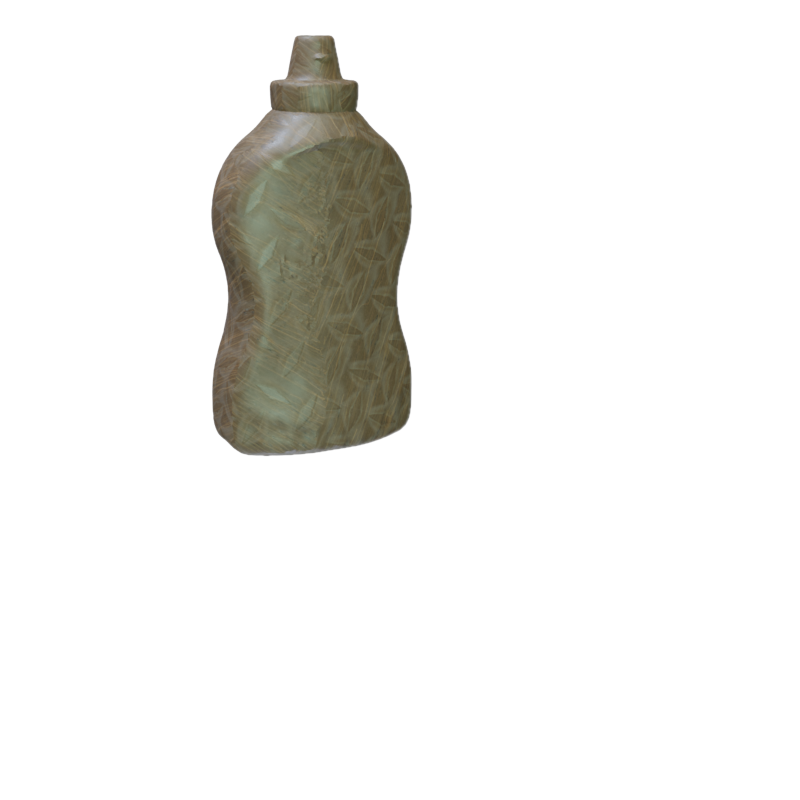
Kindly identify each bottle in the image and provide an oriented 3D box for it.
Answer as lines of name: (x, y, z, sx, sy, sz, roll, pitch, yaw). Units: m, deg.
bottle: (-0.041, -0.075, 0.524, 0.094, 0.187, 0.061, -5, 12, -24)
